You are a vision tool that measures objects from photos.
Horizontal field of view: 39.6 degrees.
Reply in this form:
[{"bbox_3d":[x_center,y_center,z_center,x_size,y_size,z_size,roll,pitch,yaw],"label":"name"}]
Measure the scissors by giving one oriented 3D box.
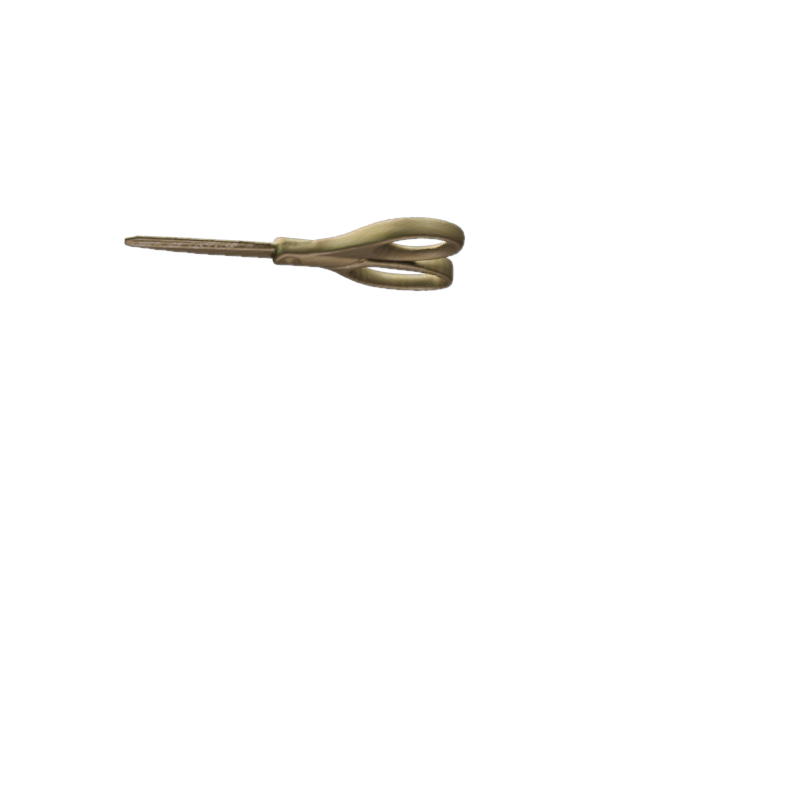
[{"bbox_3d":[-0.051,-0.092,0.648,0.195,0.016,0.095,8,-19,-24],"label":"scissors"}]
